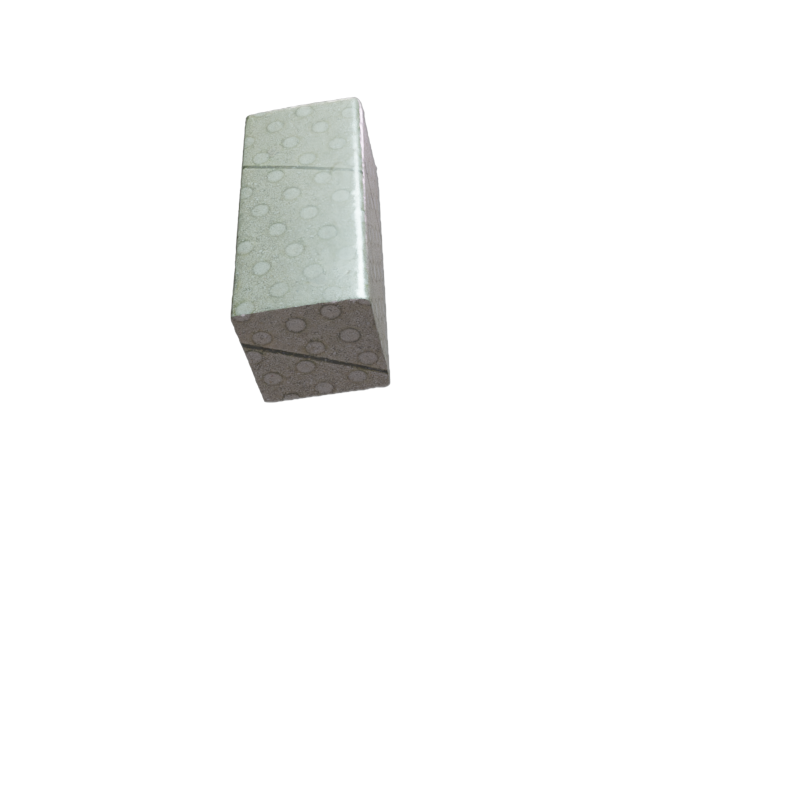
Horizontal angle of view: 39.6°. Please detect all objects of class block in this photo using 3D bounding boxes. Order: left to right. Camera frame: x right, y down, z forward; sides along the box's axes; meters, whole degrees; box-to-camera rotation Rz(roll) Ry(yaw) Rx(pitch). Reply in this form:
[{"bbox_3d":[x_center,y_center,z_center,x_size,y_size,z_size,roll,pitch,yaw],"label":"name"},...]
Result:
[{"bbox_3d":[-0.061,-0.112,0.786,0.091,0.221,0.084,-9,-43,6],"label":"block"}]
